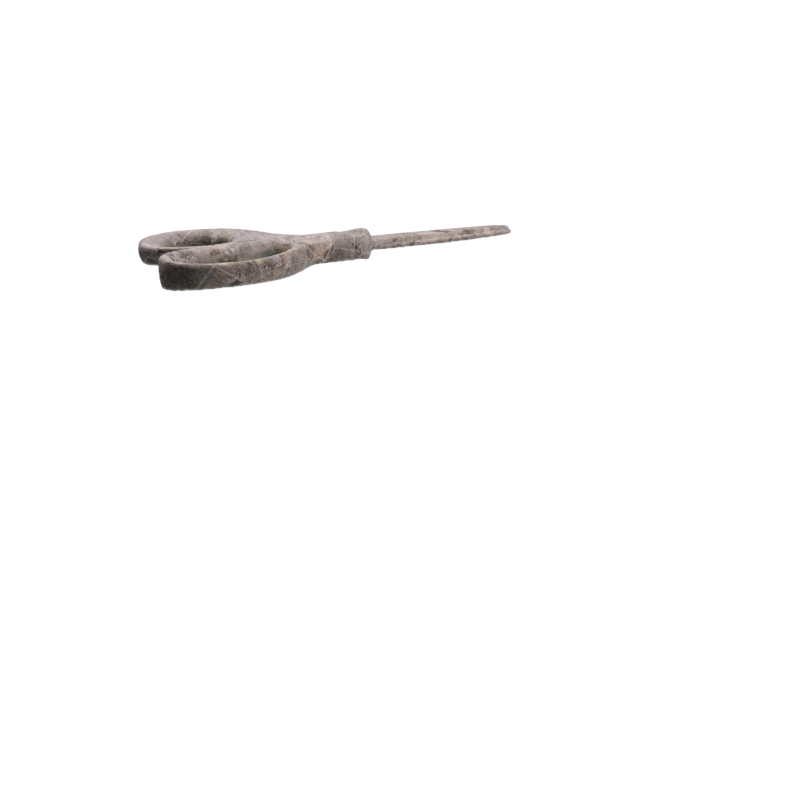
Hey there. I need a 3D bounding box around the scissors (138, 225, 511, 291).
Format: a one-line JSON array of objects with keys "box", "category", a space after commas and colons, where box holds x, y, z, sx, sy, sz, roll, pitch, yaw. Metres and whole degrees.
[{"box": [-0.044, -0.080, 0.561, 0.102, 0.015, 0.197, 17, 25, 42], "category": "scissors"}]
